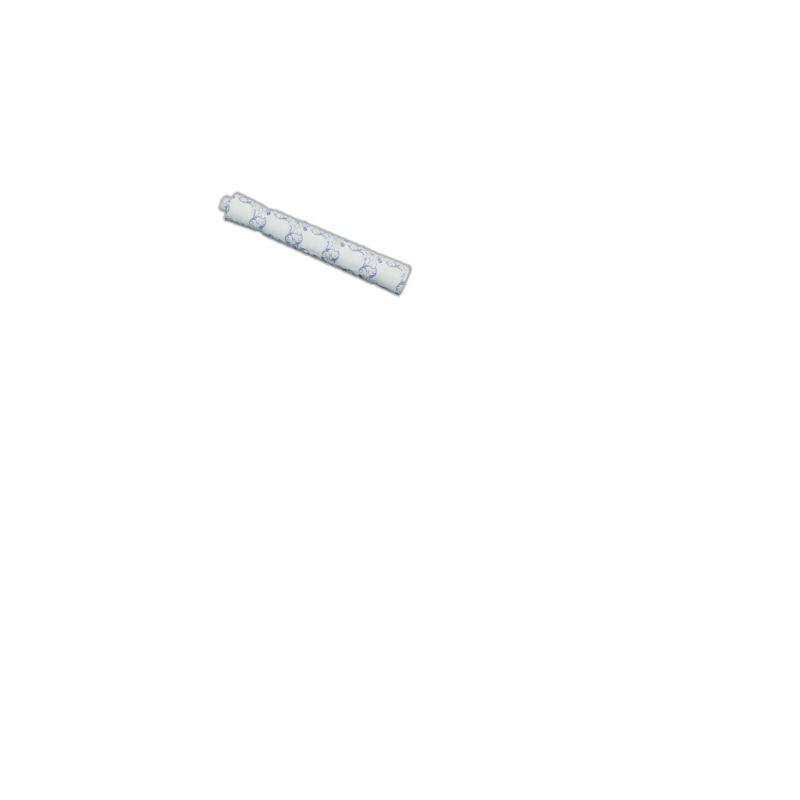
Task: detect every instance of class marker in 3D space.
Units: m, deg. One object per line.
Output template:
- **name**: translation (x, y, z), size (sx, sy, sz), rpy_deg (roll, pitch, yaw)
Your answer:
- **marker**: translation (-0.052, -0.095, 0.664), size (0.123, 0.020, 0.020), rpy_deg (24, 6, 7)
